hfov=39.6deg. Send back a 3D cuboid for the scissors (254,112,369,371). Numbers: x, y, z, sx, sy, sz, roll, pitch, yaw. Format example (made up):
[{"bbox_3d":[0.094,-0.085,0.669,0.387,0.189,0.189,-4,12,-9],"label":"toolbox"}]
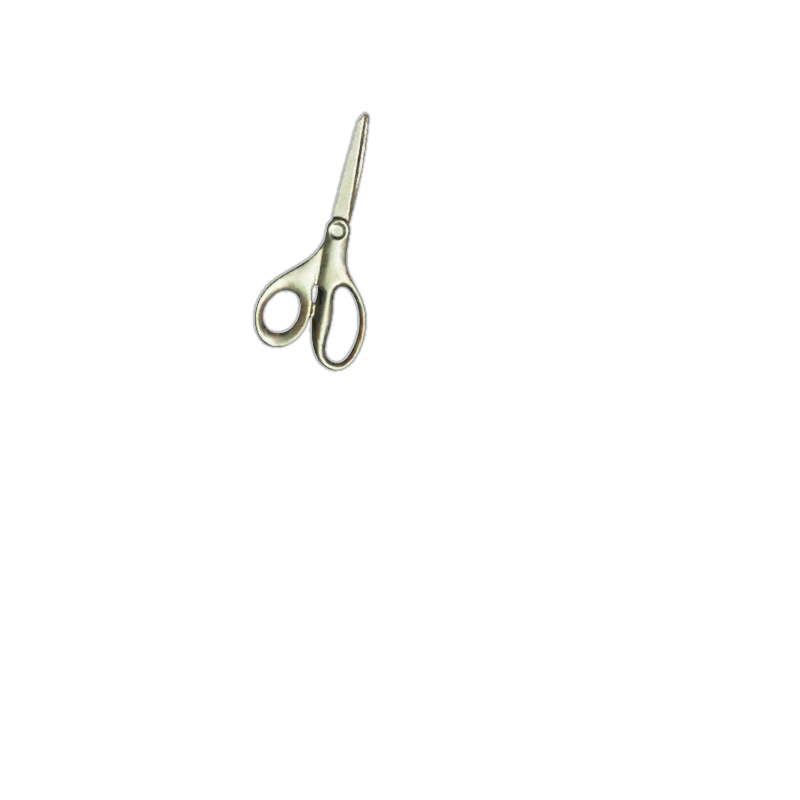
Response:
[{"bbox_3d":[-0.068,-0.124,0.867,0.096,0.205,0.015,-2,-7,0],"label":"scissors"}]
